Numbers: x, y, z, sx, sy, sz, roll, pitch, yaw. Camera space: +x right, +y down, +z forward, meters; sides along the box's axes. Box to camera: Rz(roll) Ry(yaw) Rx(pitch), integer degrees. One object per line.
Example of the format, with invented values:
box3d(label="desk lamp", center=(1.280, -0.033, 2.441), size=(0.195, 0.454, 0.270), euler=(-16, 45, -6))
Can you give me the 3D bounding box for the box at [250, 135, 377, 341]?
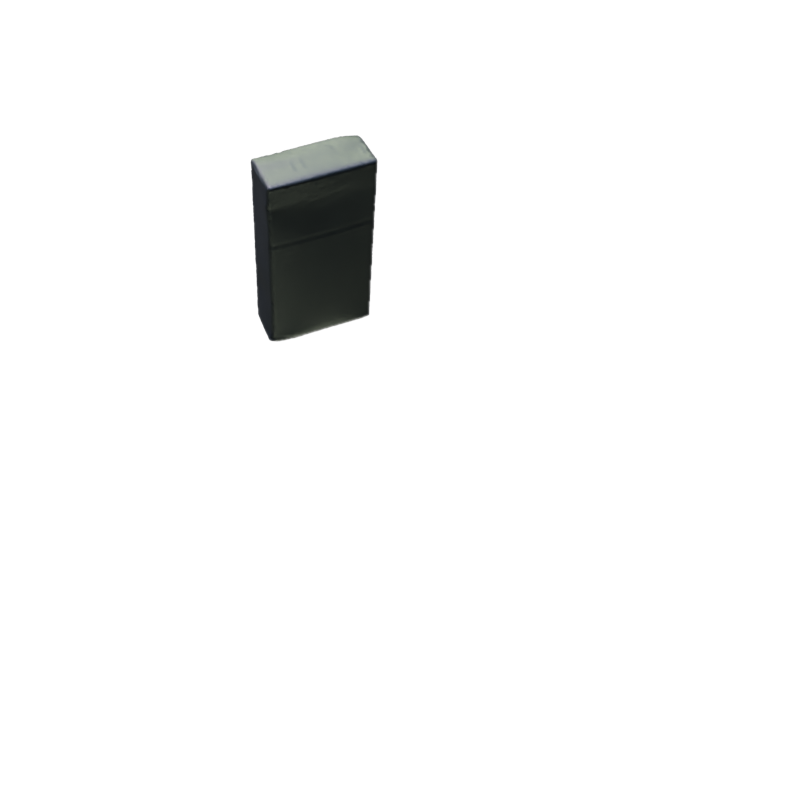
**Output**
box3d(label="box", center=(-0.071, -0.129, 0.903), size=(0.092, 0.164, 0.052), euler=(-16, 49, -18))
